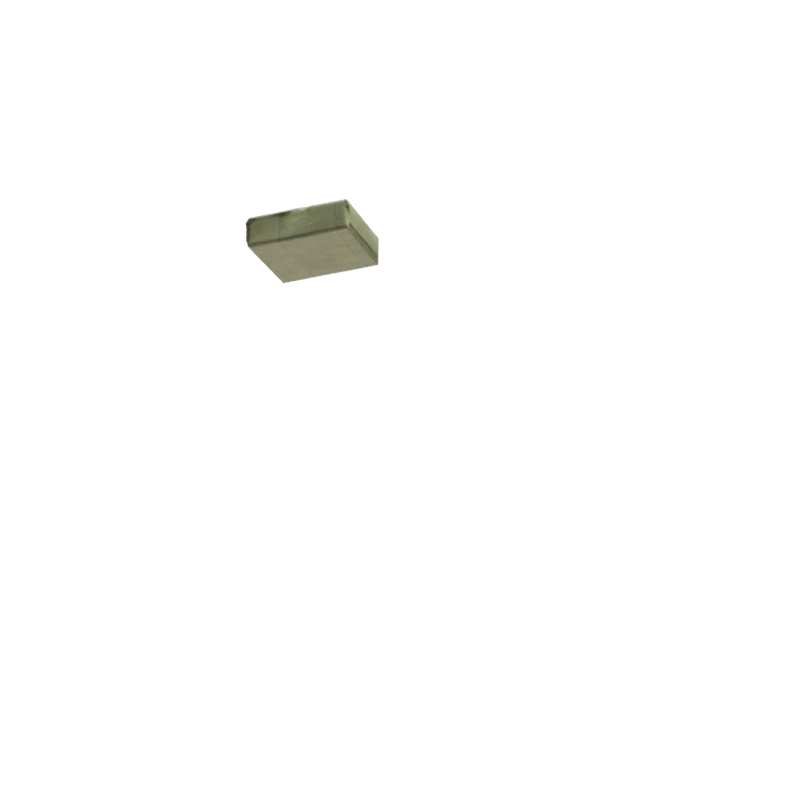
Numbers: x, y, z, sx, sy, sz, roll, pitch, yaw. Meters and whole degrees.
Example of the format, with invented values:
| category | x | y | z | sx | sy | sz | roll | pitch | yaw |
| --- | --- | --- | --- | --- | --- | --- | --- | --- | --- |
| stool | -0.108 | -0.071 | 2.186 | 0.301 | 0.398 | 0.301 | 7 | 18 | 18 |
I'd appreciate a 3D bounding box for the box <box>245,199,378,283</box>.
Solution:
| category | x | y | z | sx | sy | sz | roll | pitch | yaw |
| --- | --- | --- | --- | --- | --- | --- | --- | --- | --- |
| box | -0.071 | -0.129 | 0.901 | 0.091 | 0.032 | 0.068 | -8 | -22 | 19 |
